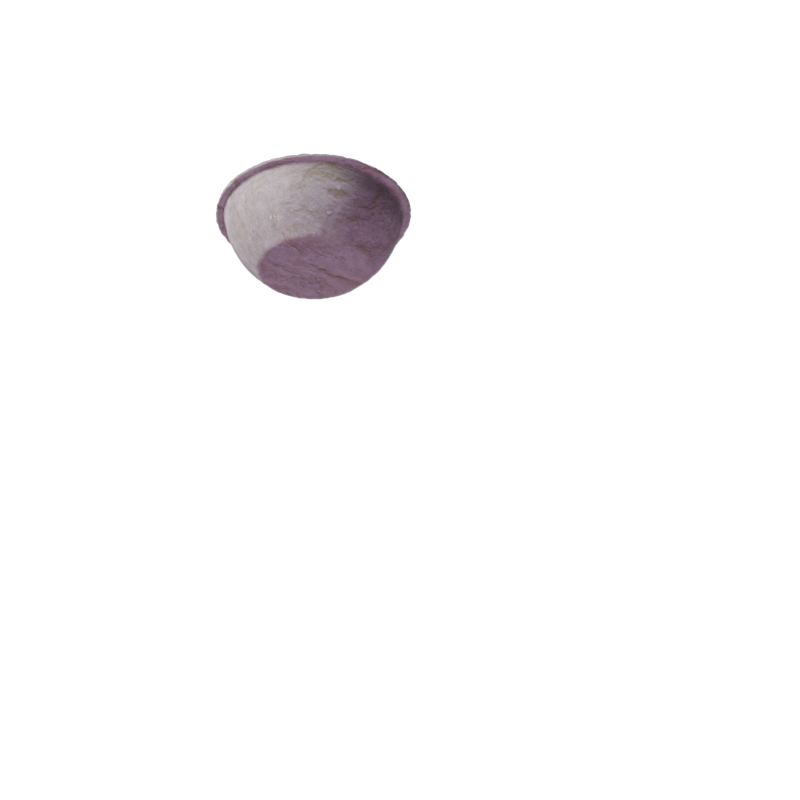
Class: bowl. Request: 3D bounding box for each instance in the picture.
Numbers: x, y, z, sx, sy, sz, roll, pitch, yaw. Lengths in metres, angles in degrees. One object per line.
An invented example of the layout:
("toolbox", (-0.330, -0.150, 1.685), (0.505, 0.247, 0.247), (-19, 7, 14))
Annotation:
("bowl", (-0.071, -0.129, 0.904), (0.162, 0.059, 0.152), (1, -31, -2))
